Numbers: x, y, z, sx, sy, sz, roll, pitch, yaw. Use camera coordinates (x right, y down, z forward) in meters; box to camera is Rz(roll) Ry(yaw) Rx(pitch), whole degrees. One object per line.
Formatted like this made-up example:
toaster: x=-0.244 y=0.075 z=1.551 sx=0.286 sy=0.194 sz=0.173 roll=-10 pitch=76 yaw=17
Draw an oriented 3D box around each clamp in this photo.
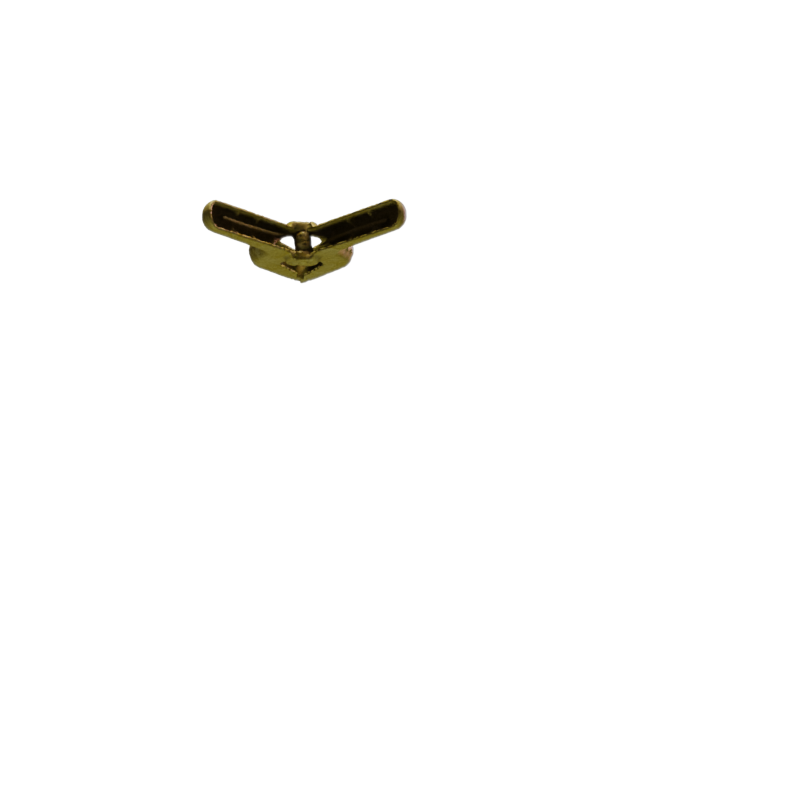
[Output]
clamp: x=-0.077 y=-0.140 z=0.977 sx=0.165 sy=0.037 sz=0.204 roll=0 pitch=-7 yaw=2
